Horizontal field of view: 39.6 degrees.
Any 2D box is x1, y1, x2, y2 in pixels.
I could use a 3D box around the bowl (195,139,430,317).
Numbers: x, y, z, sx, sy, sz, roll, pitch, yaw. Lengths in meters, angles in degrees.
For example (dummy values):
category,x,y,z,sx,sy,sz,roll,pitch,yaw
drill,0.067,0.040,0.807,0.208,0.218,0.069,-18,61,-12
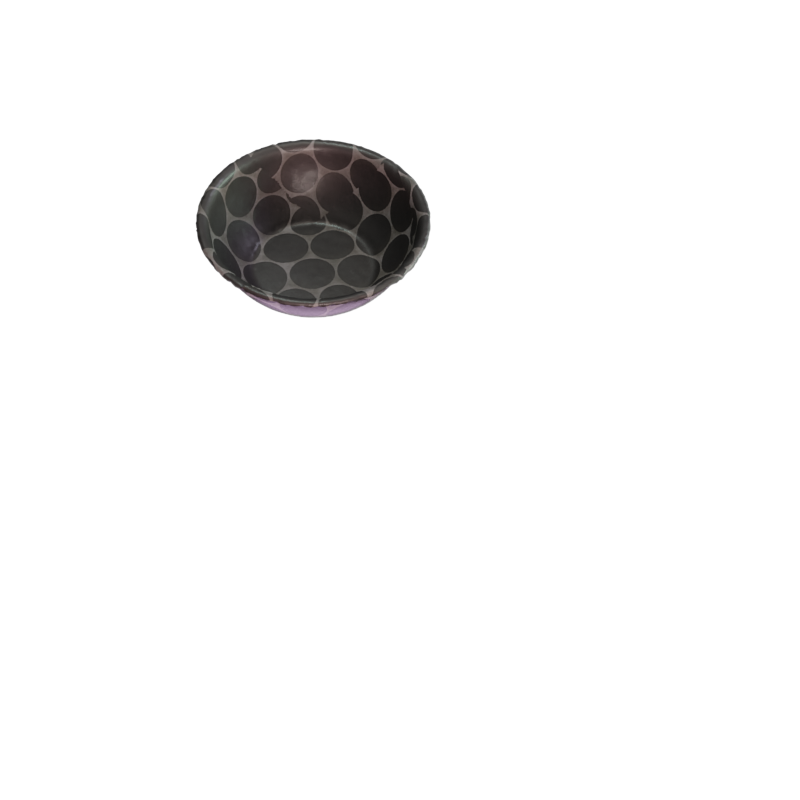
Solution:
category,x,y,z,sx,sy,sz,roll,pitch,yaw
bowl,-0.061,-0.112,0.782,0.162,0.174,0.051,-1,-39,-1
